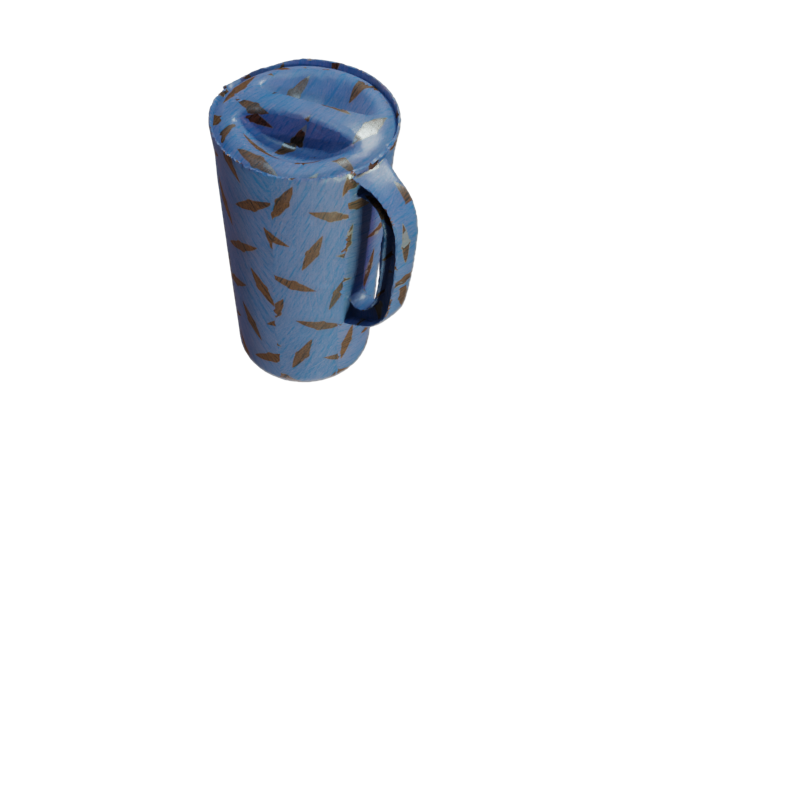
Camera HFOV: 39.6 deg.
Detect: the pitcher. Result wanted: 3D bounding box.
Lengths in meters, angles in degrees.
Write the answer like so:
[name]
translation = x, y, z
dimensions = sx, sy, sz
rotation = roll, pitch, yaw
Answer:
[pitcher]
translation = -0.066, -0.119, 0.837
dimensions = 0.145, 0.160, 0.226
rotation = 2, -41, -1
